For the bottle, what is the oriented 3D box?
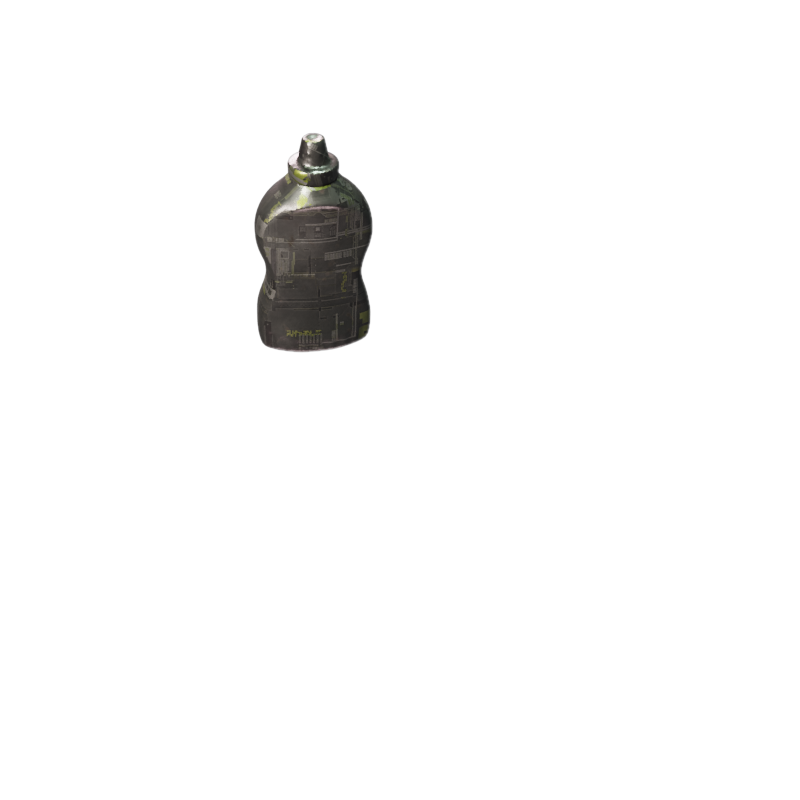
[{"bbox_3d":[-0.072,-0.131,0.913,0.095,0.179,0.063,-3,36,-8],"label":"bottle"}]
